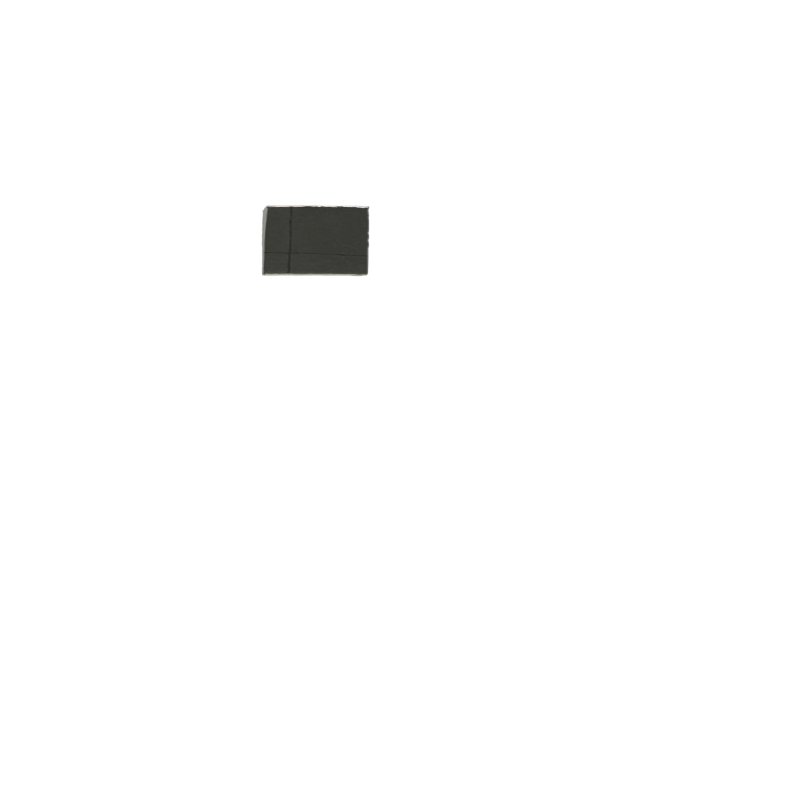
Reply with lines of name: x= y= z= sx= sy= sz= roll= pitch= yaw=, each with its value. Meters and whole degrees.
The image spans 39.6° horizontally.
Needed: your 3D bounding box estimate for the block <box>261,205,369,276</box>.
block: x=-0.065 y=-0.118 z=0.830 sx=0.077 sy=0.051 sz=0.053 roll=0 pitch=2 yaw=-7
